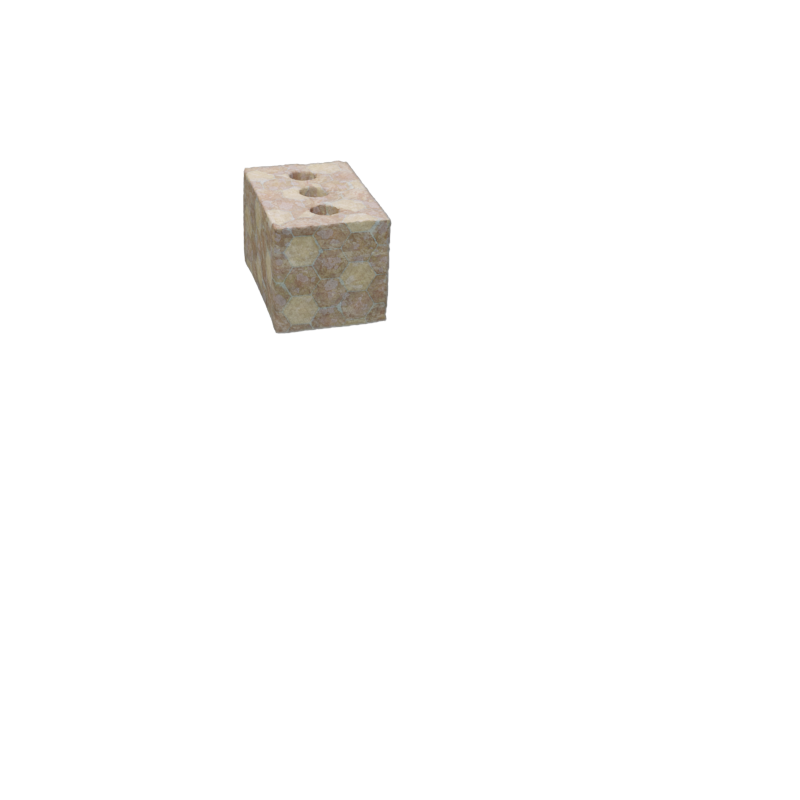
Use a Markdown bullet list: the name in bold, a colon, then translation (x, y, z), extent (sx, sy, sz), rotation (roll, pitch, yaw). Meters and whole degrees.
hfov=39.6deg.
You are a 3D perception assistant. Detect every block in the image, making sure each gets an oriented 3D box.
- **block**: translation (-0.040, -0.073, 0.509), extent (0.052, 0.048, 0.084), rotation (-7, 30, -15)
